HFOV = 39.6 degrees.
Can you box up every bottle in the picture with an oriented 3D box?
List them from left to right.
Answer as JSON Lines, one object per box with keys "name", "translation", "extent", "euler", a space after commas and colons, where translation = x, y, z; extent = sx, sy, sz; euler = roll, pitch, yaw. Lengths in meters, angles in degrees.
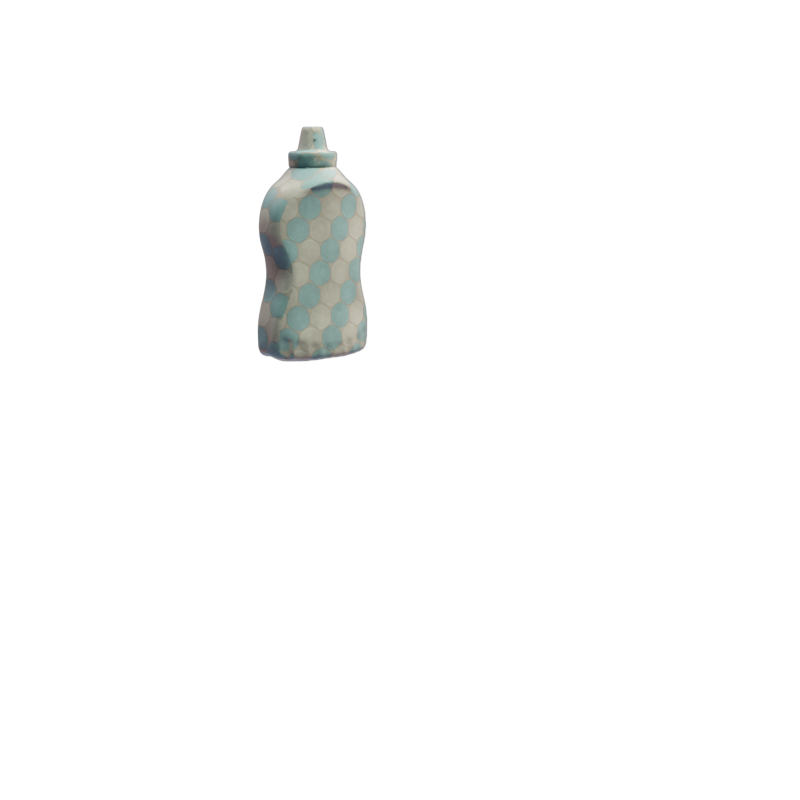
{"name": "bottle", "translation": [-0.073, -0.133, 0.929], "extent": [0.093, 0.189, 0.061], "euler": [-5, 8, -35]}
